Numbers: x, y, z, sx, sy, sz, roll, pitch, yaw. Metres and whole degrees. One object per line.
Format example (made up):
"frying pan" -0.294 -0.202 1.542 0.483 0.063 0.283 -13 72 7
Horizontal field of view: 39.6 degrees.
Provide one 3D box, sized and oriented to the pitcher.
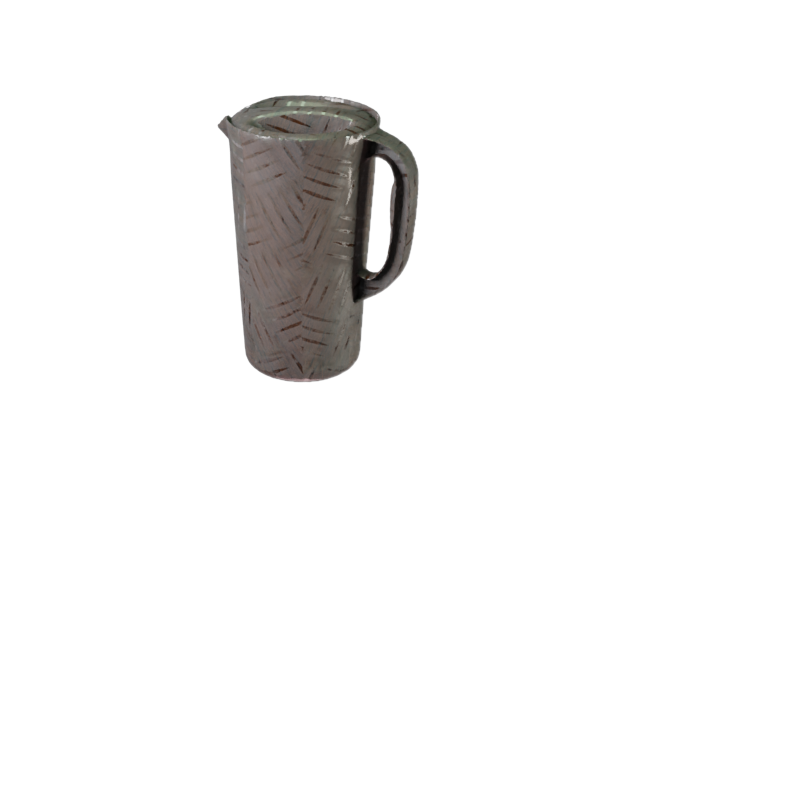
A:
"pitcher" -0.077 -0.141 0.986 0.142 0.230 0.160 -8 28 -19
